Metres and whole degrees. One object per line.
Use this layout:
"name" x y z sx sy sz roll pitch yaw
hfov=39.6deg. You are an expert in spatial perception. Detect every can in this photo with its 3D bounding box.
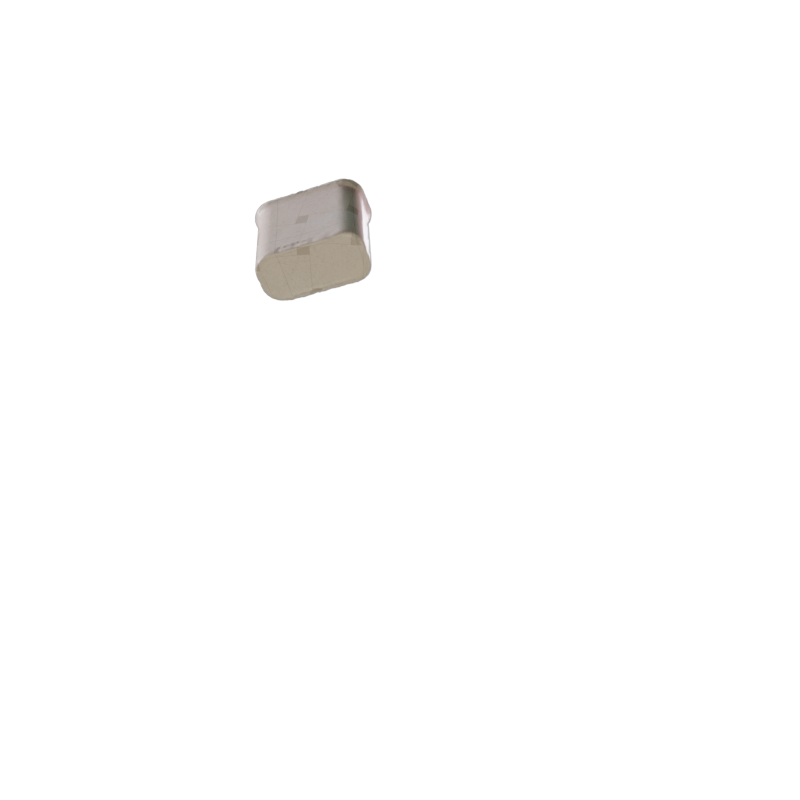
"can" -0.075 -0.137 0.957 0.102 0.053 0.090 -16 38 10
